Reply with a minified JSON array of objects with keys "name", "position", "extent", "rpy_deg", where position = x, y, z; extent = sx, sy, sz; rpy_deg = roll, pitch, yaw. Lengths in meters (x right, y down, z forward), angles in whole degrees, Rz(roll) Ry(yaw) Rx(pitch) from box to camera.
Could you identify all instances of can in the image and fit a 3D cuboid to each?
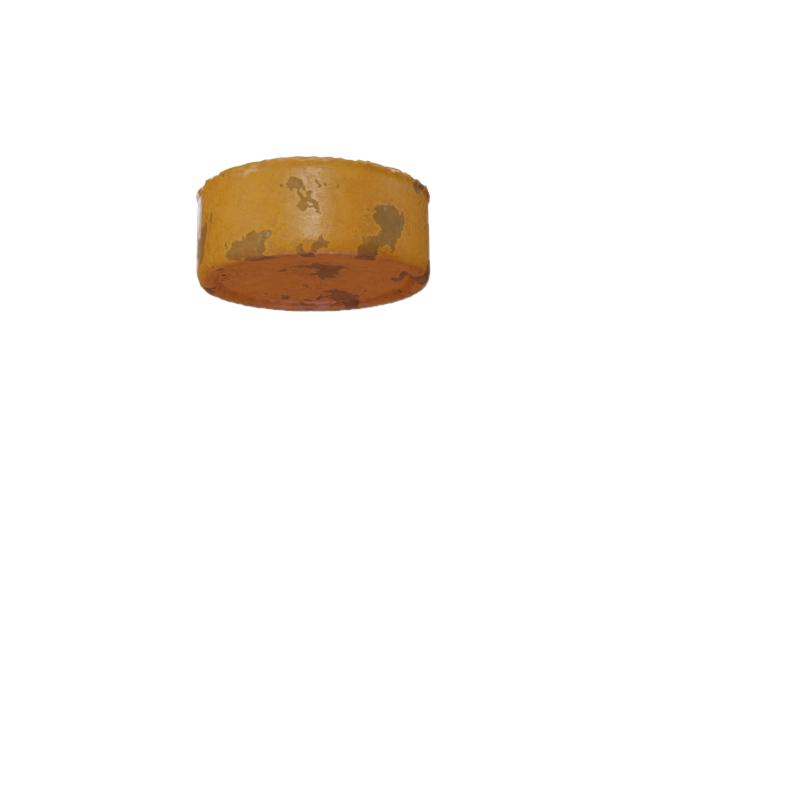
[{"name":"can","position":[-0.032,-0.058,0.404],"extent":[0.086,0.035,0.083],"rpy_deg":[0,-11,-2]}]
